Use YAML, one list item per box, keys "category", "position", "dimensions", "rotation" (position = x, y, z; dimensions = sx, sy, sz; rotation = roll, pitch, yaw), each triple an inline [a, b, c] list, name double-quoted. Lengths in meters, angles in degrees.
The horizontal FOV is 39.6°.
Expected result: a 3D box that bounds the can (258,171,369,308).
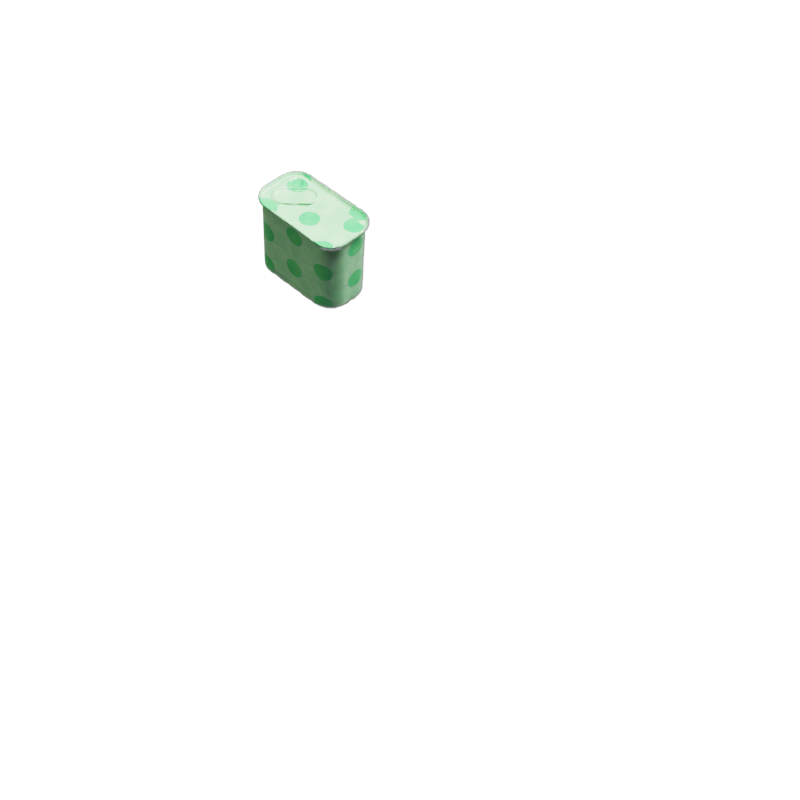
- category: "can"
  position: [-0.077, -0.140, 0.984]
  dimensions: [0.058, 0.078, 0.108]
  rotation: [-36, 58, -29]
